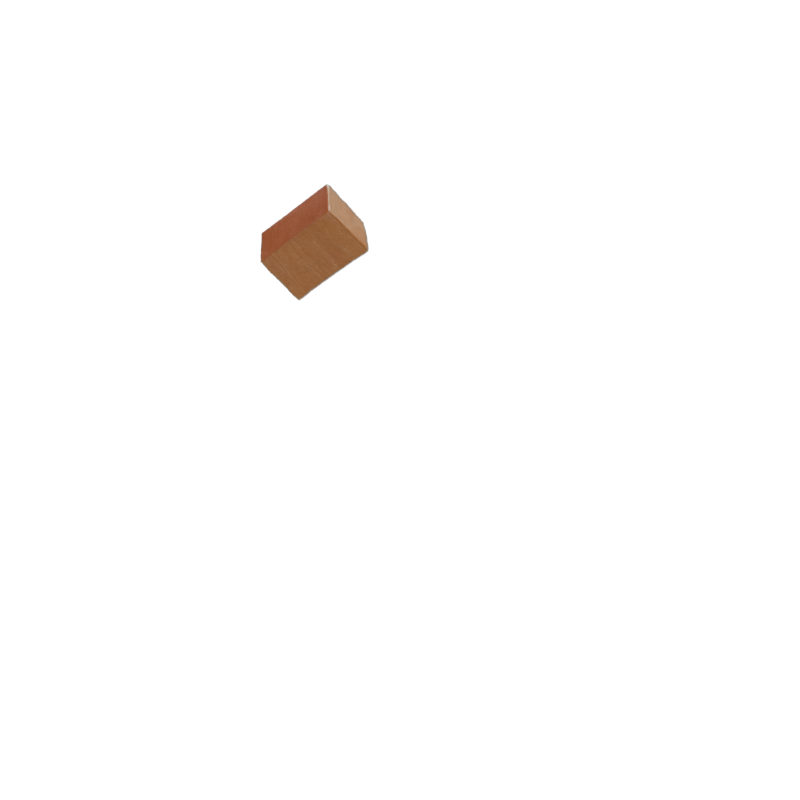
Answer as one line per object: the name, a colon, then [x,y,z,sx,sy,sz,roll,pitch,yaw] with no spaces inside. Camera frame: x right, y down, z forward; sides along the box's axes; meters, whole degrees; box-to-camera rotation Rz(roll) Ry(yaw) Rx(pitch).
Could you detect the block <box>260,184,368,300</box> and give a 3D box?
block: [-0.074,-0.134,0.940,0.077,0.050,0.055,-33,29,19]
